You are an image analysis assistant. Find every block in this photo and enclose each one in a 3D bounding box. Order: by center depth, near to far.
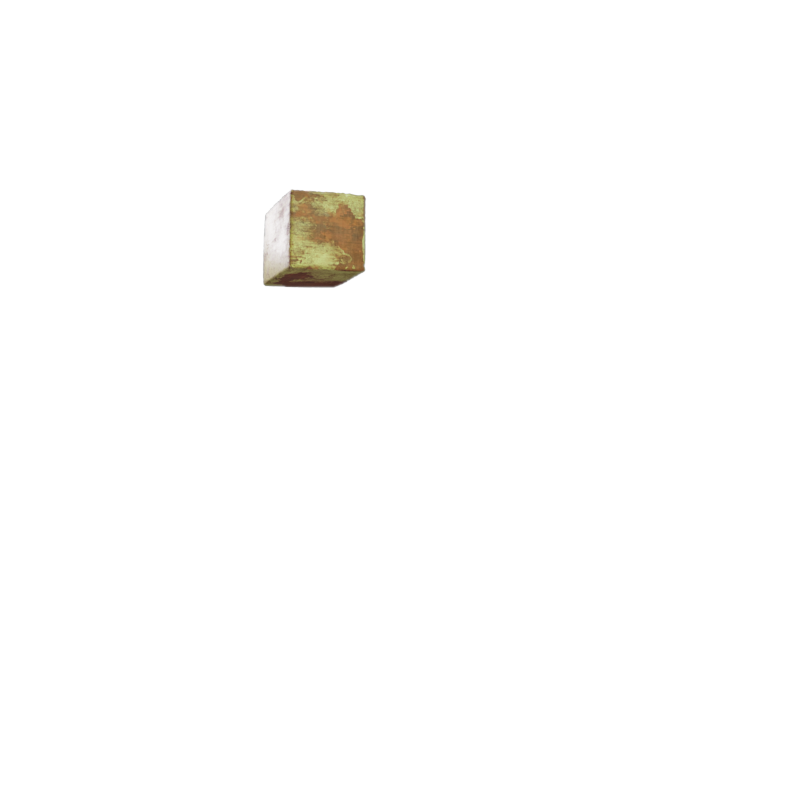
[{"bbox_3d":[-0.058,-0.106,0.745,0.051,0.052,0.078,2,-6,-19],"label":"block"}]
